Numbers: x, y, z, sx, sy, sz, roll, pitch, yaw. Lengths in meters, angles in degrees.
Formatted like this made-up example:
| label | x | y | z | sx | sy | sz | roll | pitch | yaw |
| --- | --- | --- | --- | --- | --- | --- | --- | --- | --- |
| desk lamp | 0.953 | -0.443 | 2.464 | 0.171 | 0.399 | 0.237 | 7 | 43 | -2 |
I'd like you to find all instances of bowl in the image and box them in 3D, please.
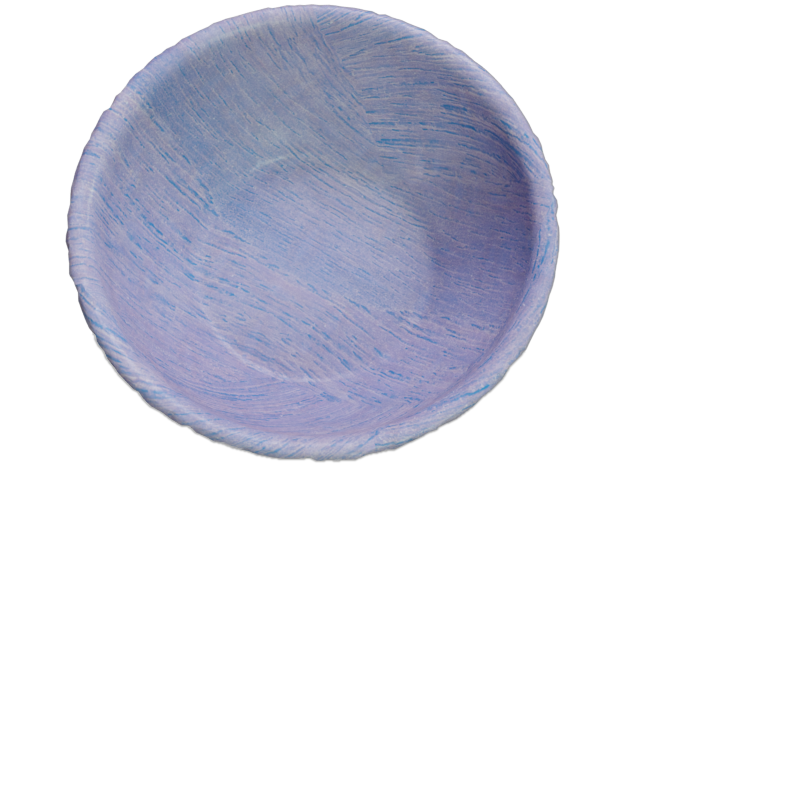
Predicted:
| label | x | y | z | sx | sy | sz | roll | pitch | yaw |
| --- | --- | --- | --- | --- | --- | --- | --- | --- | --- |
| bowl | -0.030 | -0.055 | 0.387 | 0.162 | 0.170 | 0.053 | -1 | -19 | -1 |
